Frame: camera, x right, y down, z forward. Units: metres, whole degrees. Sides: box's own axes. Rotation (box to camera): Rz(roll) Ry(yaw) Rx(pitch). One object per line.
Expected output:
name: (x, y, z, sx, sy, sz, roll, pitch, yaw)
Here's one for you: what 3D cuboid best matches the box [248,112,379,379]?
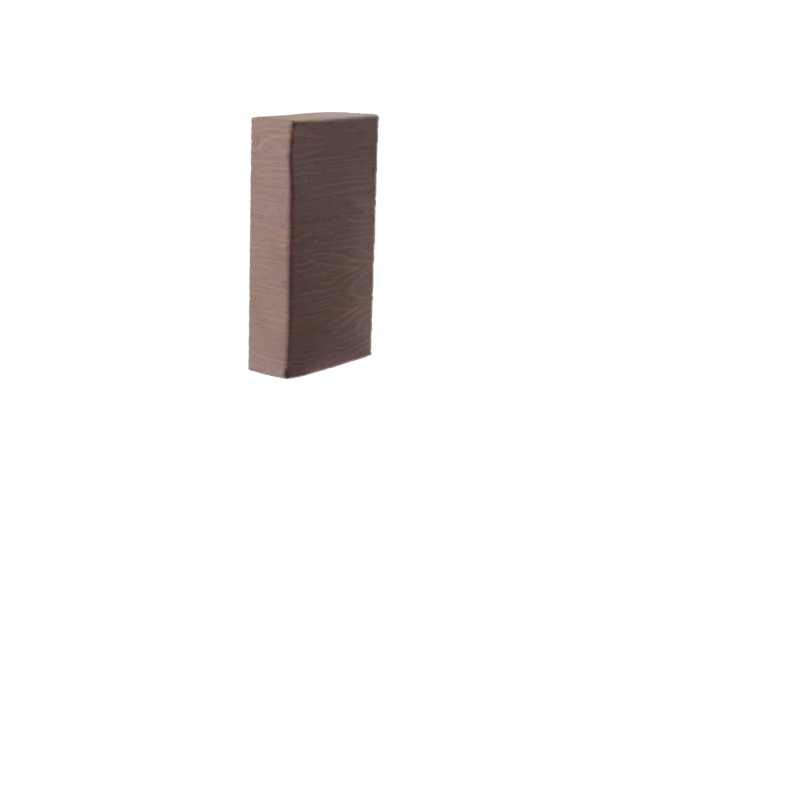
box: (-0.060, -0.110, 0.769, 0.050, 0.172, 0.091, 8, 13, 38)
